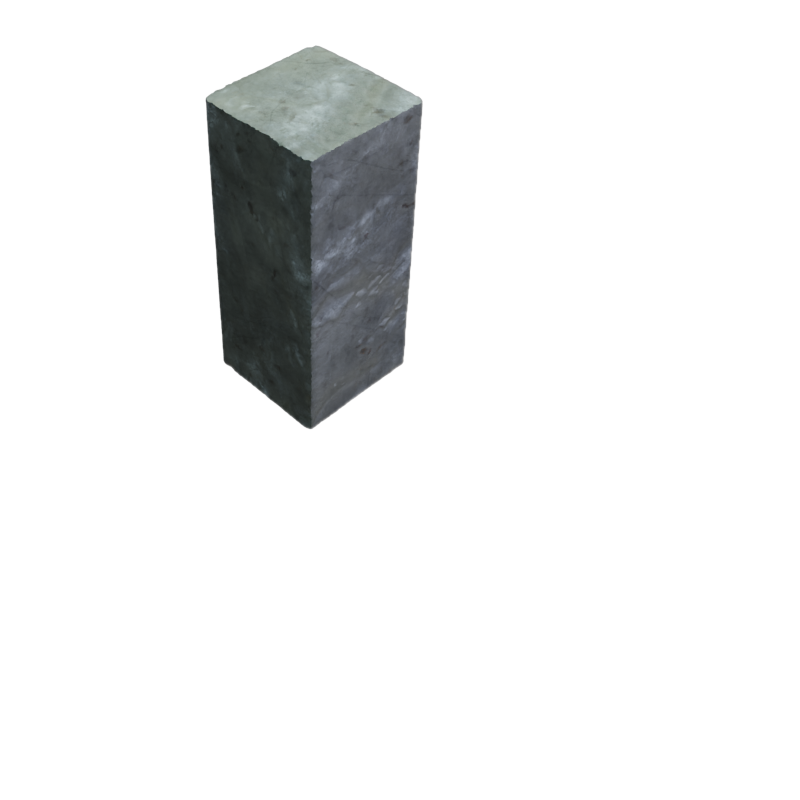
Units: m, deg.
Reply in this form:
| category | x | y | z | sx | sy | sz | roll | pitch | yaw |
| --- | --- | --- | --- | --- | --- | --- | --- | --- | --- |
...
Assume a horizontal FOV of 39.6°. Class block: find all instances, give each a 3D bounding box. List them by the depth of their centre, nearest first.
| category | x | y | z | sx | sy | sz | roll | pitch | yaw |
| --- | --- | --- | --- | --- | --- | --- | --- | --- | --- |
| block | -0.054 | -0.098 | 0.680 | 0.096 | 0.192 | 0.091 | 35 | 51 | 29 |
